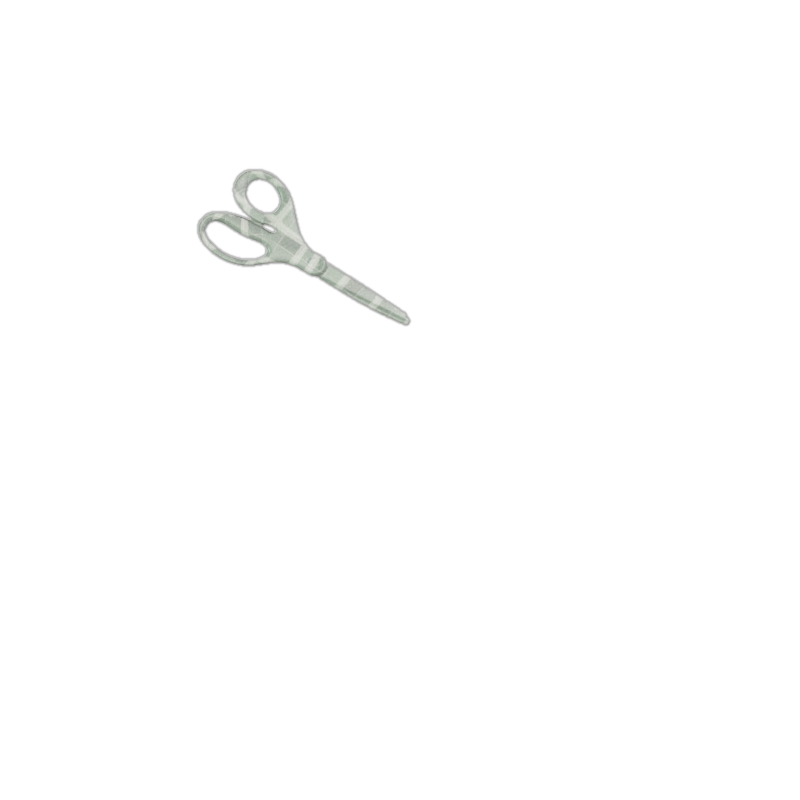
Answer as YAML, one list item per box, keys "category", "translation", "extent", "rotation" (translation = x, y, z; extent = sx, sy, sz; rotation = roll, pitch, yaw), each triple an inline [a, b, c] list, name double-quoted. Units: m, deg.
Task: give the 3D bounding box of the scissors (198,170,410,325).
- category: "scissors"
  translation: [-0.076, -0.139, 0.977]
  extent: [0.203, 0.098, 0.015]
  rotation: [16, -9, 3]
